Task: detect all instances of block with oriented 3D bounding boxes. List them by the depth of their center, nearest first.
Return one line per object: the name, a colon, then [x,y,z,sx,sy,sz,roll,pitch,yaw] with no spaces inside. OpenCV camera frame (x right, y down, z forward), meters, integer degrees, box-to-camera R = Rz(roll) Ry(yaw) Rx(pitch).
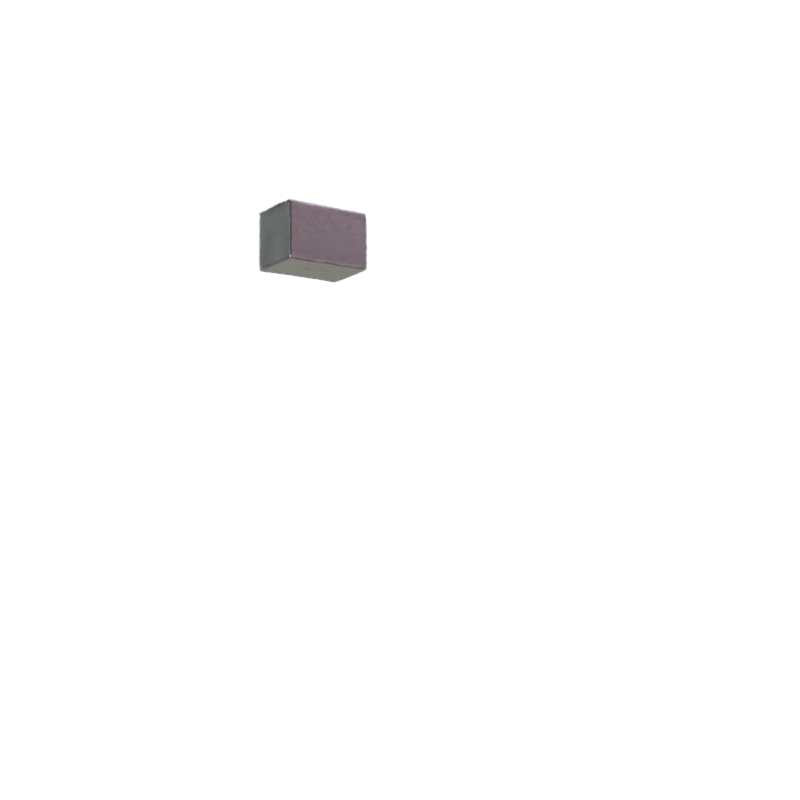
block: [-0.073,-0.133,0.931,0.074,0.053,0.053,7,-14,-34]
